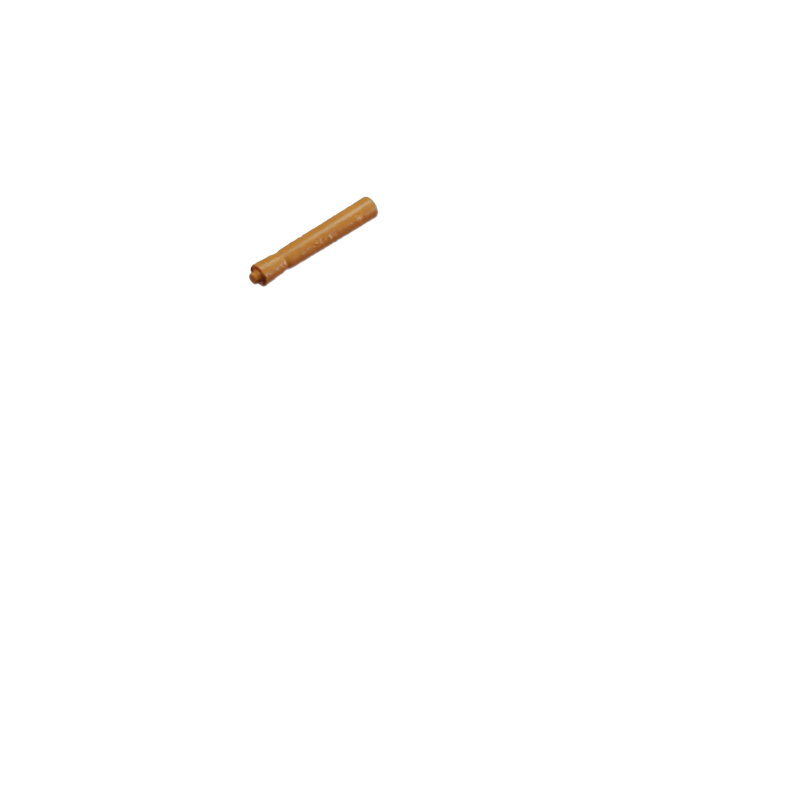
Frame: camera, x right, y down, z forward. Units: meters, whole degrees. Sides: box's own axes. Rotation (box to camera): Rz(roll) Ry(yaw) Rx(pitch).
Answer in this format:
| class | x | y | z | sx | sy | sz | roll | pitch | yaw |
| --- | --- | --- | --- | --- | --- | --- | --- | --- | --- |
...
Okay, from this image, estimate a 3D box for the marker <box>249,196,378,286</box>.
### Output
| class | x | y | z | sx | sy | sz | roll | pitch | yaw |
| --- | --- | --- | --- | --- | --- | --- | --- | --- | --- |
| marker | -0.067 | -0.122 | 0.851 | 0.122 | 0.019 | 0.021 | -36 | 23 | -28 |
